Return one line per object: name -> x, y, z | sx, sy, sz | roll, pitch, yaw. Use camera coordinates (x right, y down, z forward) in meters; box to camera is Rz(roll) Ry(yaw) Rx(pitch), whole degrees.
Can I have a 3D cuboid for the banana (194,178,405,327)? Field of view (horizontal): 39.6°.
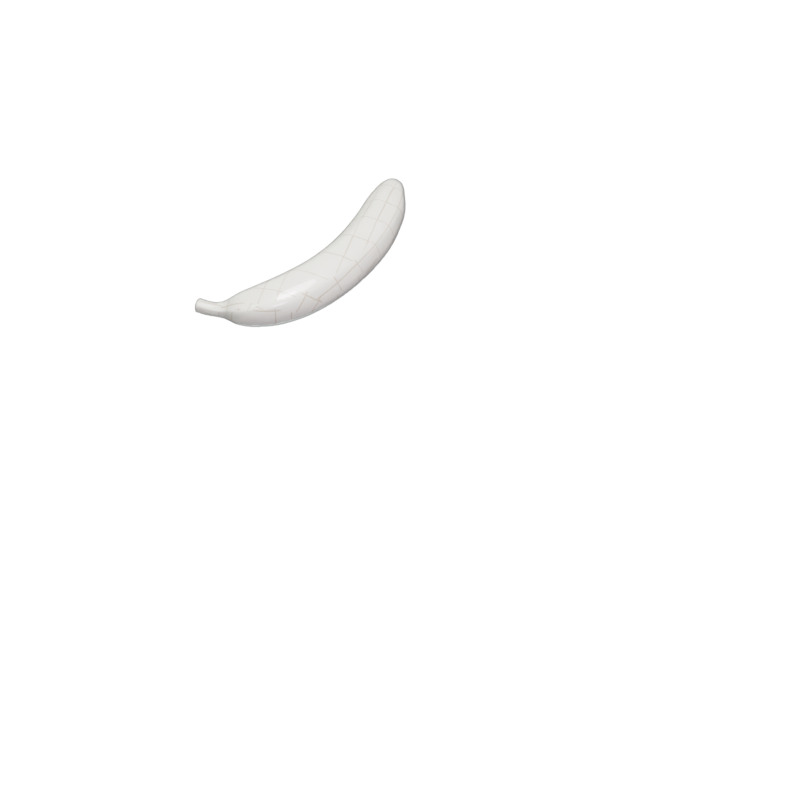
banana -> -0.057, -0.106, 0.832 | 0.198, 0.034, 0.074 | -35, 61, -24
